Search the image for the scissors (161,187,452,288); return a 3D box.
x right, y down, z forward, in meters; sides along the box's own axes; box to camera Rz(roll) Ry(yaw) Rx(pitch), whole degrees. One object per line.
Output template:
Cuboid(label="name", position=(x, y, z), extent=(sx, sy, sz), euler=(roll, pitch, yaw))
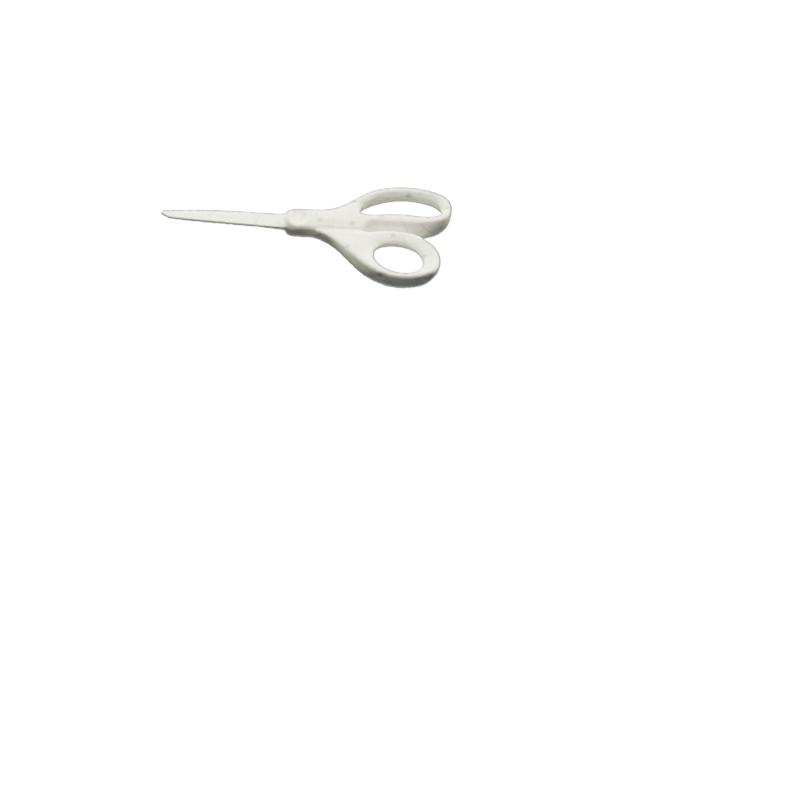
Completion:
Cuboid(label="scissors", position=(-0.060, -0.109, 0.761), extent=(0.200, 0.104, 0.015), euler=(-8, -40, -7))
